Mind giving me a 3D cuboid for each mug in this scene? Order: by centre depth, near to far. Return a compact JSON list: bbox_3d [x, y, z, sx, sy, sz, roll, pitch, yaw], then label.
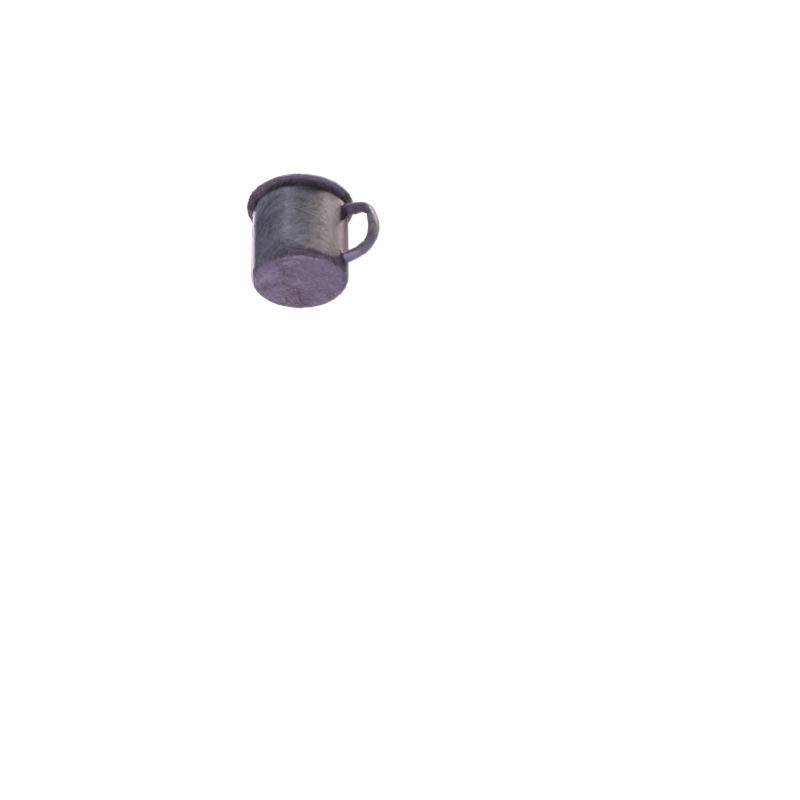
[{"bbox_3d":[-0.073,-0.134,0.937,0.118,0.087,0.086,-11,-34,15],"label":"mug"}]
